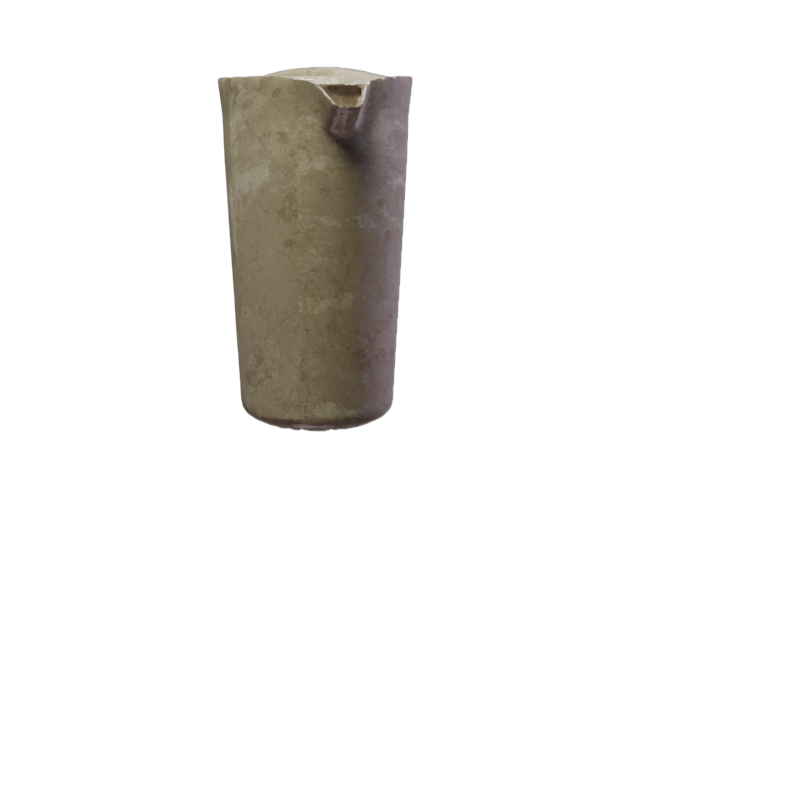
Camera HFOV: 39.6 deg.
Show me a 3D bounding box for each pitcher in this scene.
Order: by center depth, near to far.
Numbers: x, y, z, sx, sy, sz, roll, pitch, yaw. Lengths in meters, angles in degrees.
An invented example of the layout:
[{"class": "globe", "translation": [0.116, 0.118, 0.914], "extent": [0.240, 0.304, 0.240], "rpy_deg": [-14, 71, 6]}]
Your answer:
[{"class": "pitcher", "translation": [-0.061, -0.112, 0.783], "extent": [0.150, 0.238, 0.147], "rpy_deg": [5, 11, 27]}]
